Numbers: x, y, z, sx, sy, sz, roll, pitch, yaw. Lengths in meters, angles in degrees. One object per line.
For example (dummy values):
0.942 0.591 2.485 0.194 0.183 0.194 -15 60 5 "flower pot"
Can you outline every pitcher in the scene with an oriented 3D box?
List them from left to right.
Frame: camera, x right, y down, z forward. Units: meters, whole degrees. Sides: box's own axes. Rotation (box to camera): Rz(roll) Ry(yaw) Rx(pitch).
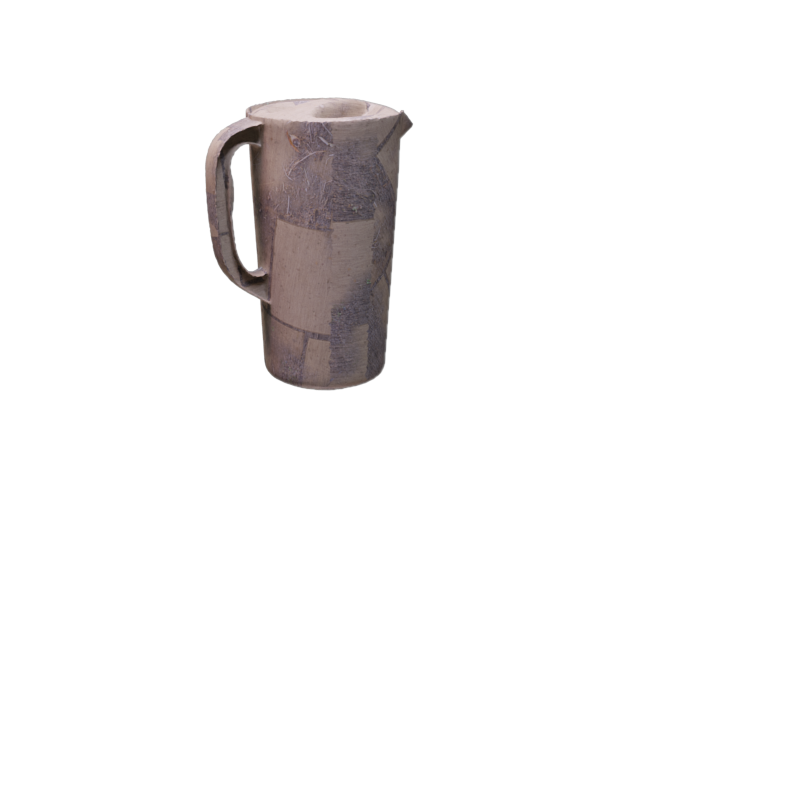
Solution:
-0.075 -0.136 0.954 0.152 0.234 0.147 5 18 13 "pitcher"
